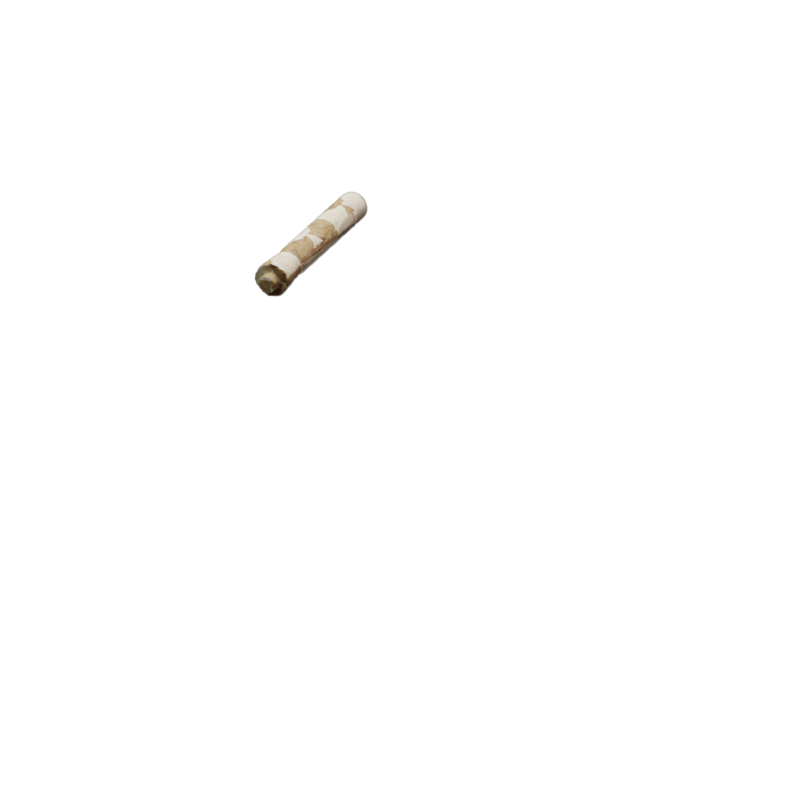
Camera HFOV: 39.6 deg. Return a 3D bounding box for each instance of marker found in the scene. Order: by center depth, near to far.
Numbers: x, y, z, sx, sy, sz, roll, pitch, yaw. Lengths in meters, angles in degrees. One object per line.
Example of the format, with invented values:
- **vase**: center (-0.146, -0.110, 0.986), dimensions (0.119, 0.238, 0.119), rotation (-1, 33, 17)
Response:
- **marker**: center (-0.048, -0.088, 0.615), dimensions (0.020, 0.019, 0.124), rotation (1, 28, 21)
